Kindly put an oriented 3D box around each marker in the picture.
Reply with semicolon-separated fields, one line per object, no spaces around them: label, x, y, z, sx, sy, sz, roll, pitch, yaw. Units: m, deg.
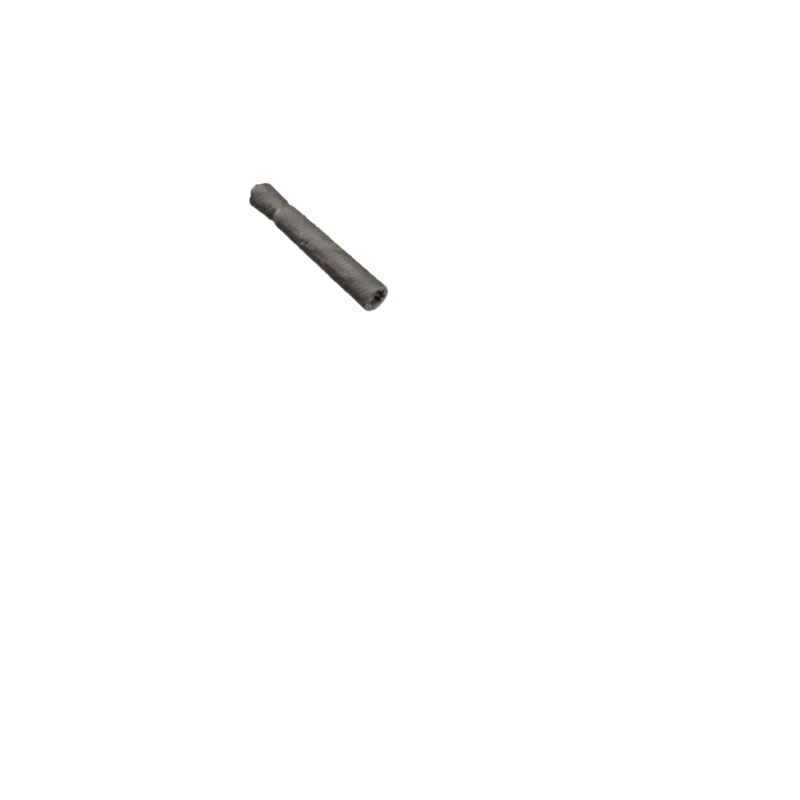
marker;-0.054;-0.098;0.688;0.019;0.019;0.129;-3;39;-49
